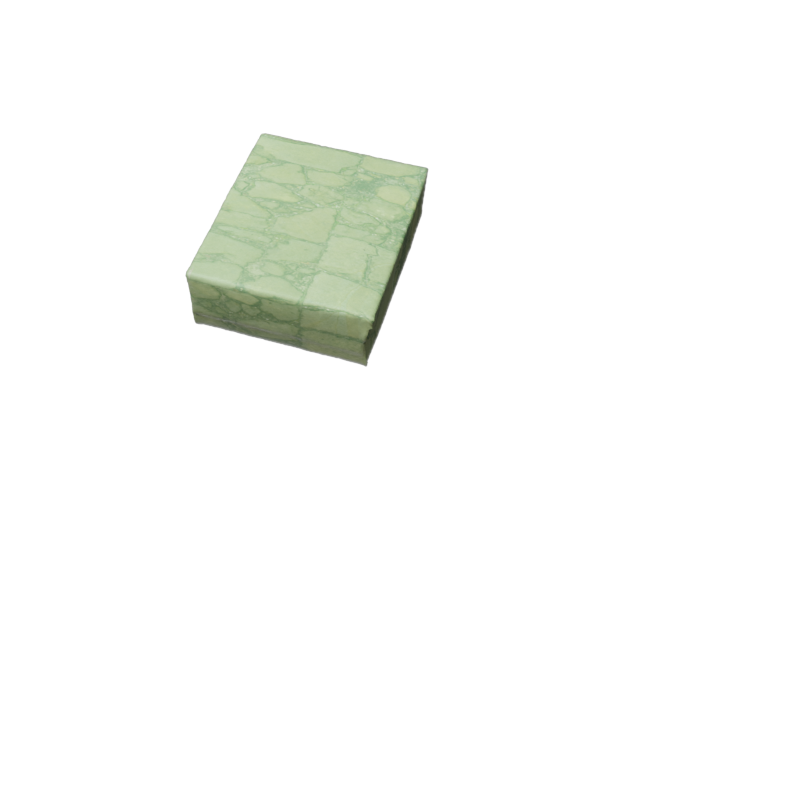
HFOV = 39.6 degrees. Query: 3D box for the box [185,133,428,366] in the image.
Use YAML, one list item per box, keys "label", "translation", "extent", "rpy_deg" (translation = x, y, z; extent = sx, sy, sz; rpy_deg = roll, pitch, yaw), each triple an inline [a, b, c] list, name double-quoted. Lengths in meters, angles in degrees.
- label: "box"
  translation: [-0.043, -0.077, 0.542]
  extent: [0.091, 0.120, 0.036]
  rpy_deg: [12, -40, 9]
